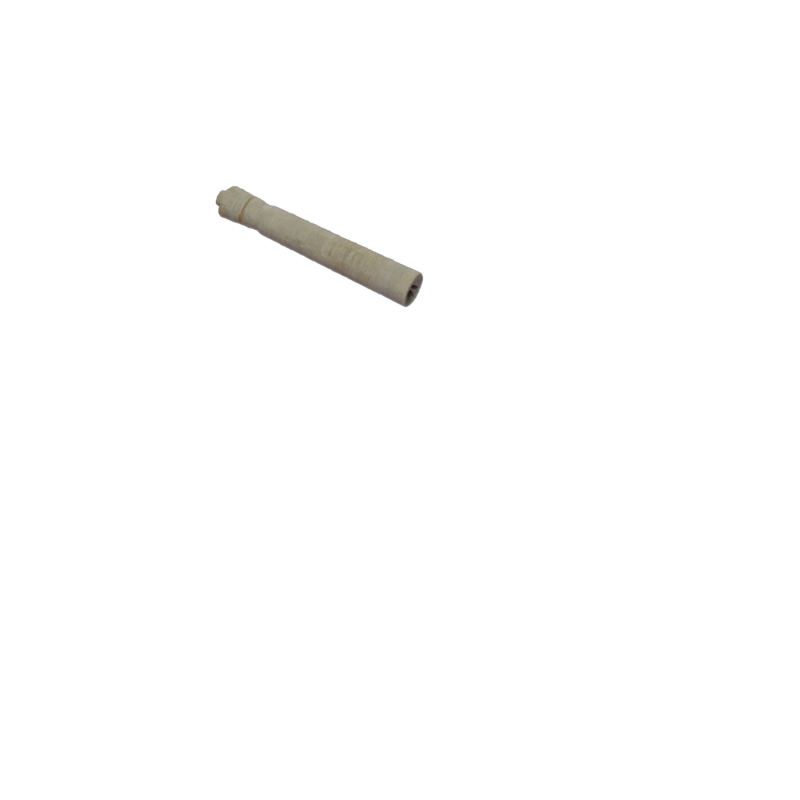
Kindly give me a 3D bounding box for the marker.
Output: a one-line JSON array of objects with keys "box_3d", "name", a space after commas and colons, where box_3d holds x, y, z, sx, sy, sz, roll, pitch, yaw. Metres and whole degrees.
[{"box_3d": [-0.045, -0.082, 0.572, 0.127, 0.019, 0.019, 28, 14, 22], "name": "marker"}]
